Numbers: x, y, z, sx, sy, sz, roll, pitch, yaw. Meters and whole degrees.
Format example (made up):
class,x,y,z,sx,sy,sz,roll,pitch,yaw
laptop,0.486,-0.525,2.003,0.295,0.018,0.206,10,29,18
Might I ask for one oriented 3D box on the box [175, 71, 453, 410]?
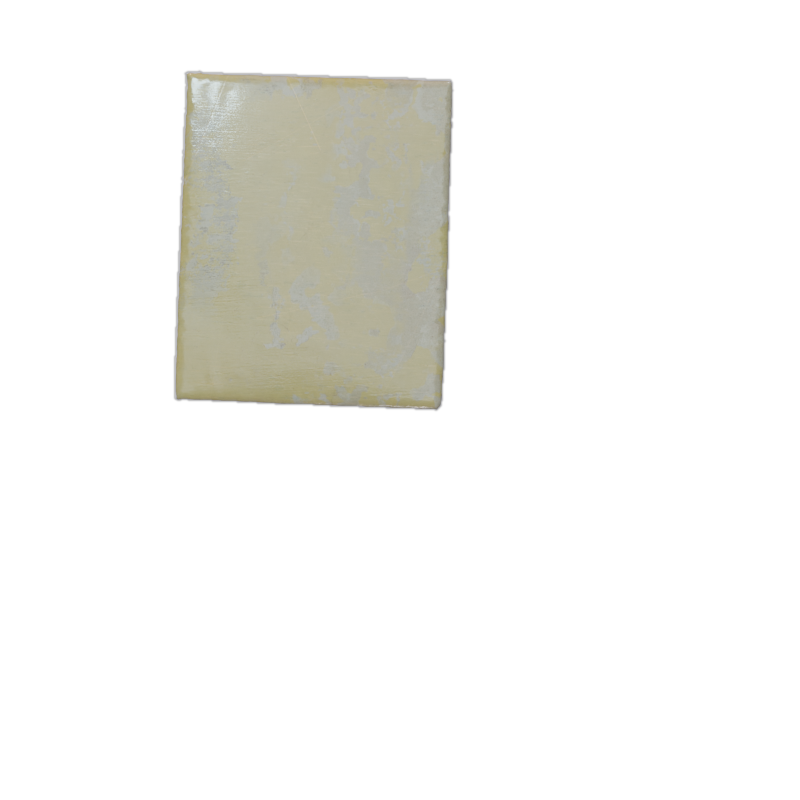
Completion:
class,x,y,z,sx,sy,sz,roll,pitch,yaw
box,-0.030,-0.055,0.384,0.090,0.114,0.039,2,0,-1
